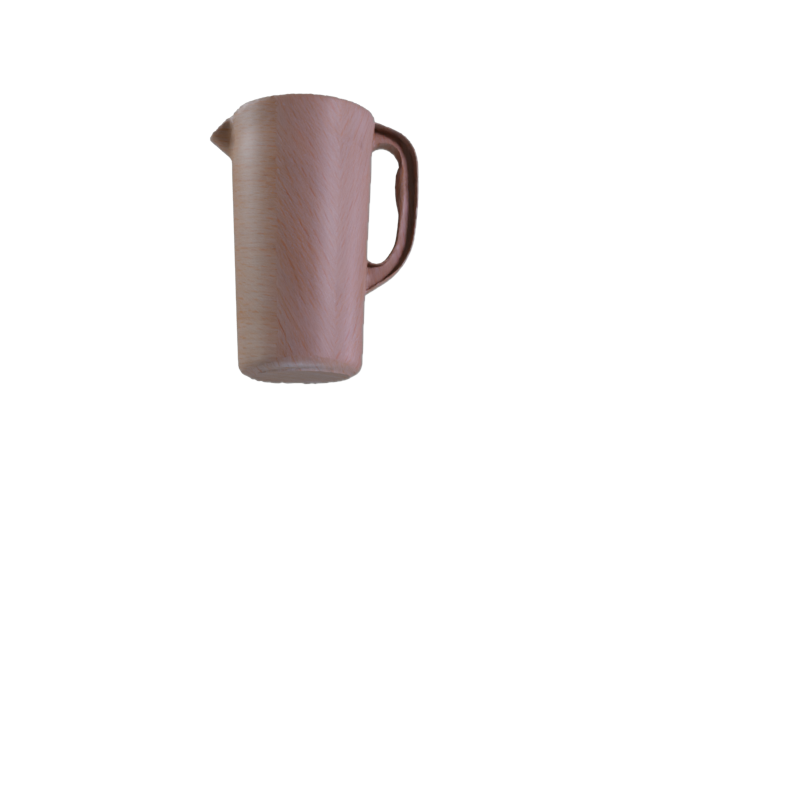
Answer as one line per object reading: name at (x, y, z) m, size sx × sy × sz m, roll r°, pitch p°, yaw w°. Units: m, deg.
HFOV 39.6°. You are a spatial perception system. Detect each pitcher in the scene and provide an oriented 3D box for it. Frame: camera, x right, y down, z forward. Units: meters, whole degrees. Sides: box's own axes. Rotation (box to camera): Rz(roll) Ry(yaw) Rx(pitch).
pitcher at (-0.077, -0.141, 0.987) m, size 0.153 × 0.251 × 0.137 m, roll -10°, pitch -15°, yaw 36°
